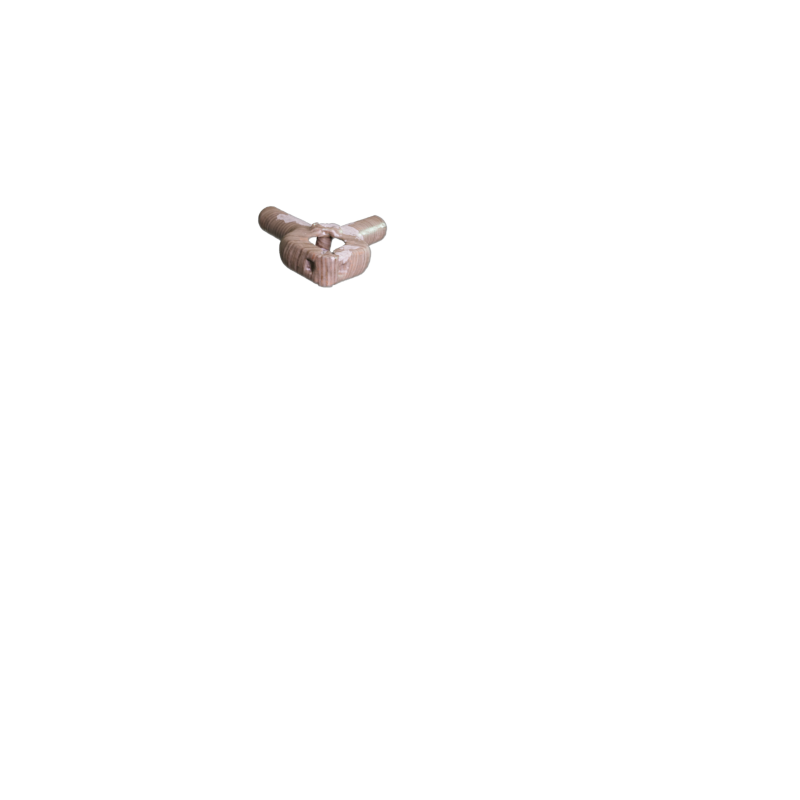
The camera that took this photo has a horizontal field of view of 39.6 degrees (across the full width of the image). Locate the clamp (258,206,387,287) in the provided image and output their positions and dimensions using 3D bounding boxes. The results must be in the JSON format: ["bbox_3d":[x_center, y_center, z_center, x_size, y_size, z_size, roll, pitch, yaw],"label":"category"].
[{"bbox_3d":[-0.077,-0.140,0.981,0.121,0.038,0.177,2,20,4],"label":"clamp"}]
